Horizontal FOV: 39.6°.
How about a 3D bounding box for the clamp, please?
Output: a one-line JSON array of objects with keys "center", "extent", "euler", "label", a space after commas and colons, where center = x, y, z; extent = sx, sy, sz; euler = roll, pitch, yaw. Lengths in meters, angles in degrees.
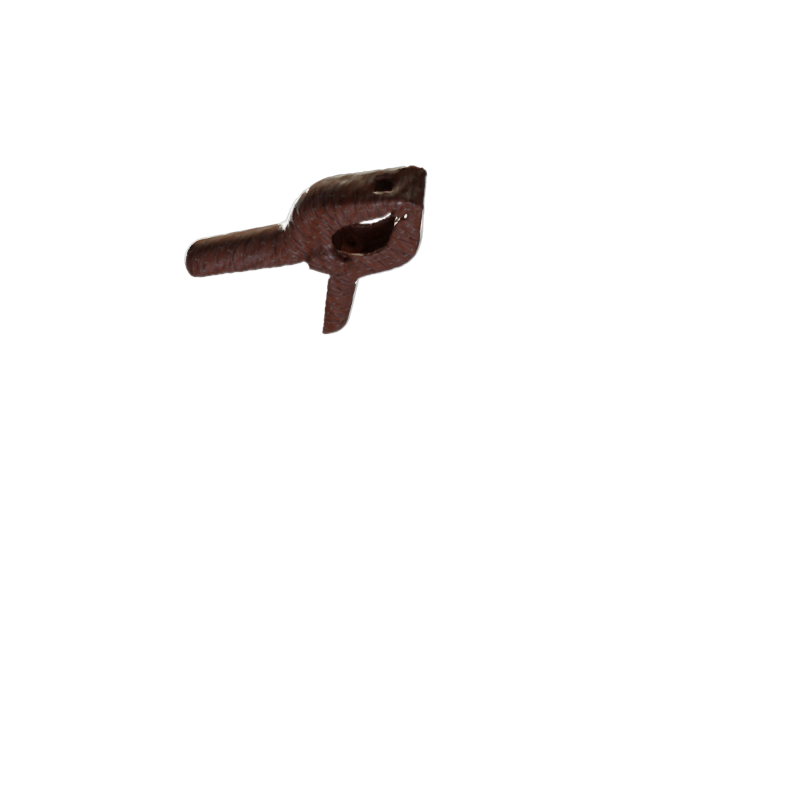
[{"center": [-0.052, -0.095, 0.666], "extent": [0.115, 0.042, 0.168], "euler": [14, -30, -26], "label": "clamp"}]
